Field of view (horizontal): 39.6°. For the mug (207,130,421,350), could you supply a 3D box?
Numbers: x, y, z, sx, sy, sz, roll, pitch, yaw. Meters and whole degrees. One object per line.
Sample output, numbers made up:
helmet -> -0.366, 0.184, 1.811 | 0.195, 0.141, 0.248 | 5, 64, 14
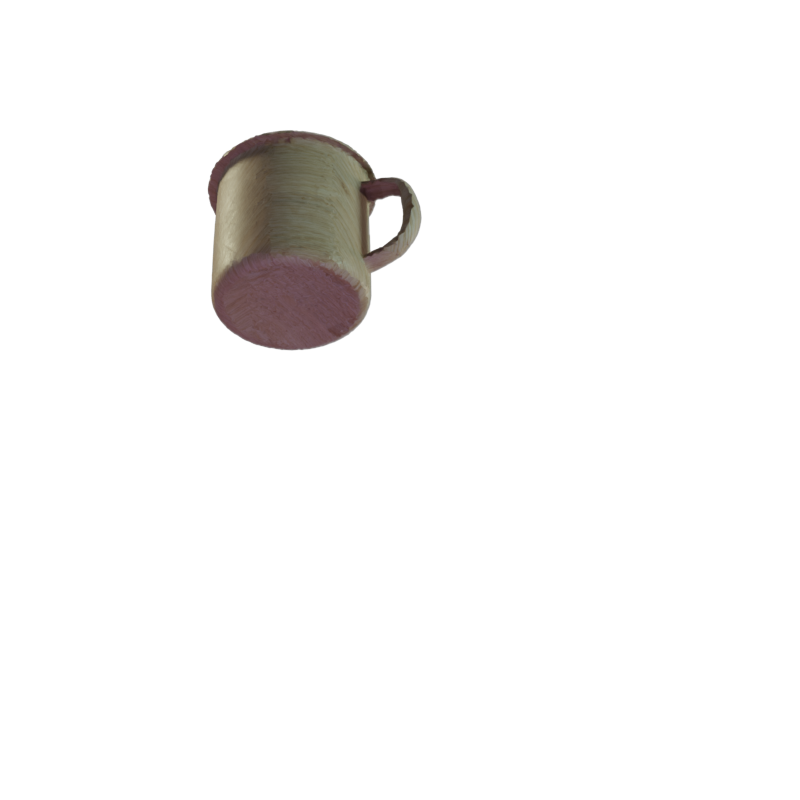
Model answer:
mug -> -0.045, -0.083, 0.578 | 0.118, 0.087, 0.086 | -12, -38, 14
